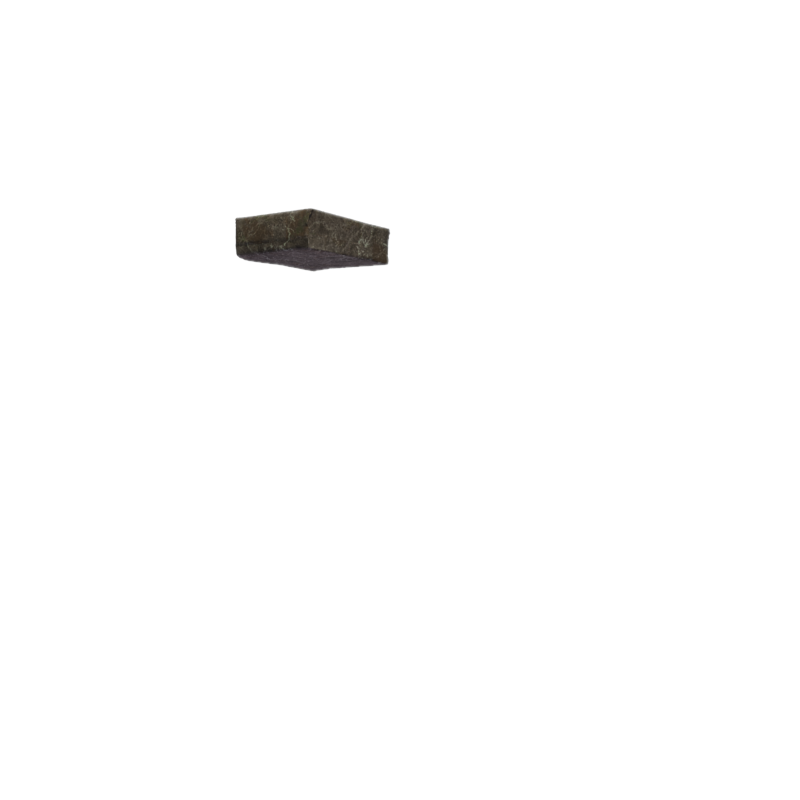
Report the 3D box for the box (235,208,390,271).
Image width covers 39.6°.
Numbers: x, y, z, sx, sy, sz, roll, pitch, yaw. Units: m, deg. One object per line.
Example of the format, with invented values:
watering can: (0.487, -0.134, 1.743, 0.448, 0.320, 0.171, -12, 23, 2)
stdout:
box: (-0.077, -0.141, 0.984, 0.093, 0.039, 0.108, -1, -2, 38)
